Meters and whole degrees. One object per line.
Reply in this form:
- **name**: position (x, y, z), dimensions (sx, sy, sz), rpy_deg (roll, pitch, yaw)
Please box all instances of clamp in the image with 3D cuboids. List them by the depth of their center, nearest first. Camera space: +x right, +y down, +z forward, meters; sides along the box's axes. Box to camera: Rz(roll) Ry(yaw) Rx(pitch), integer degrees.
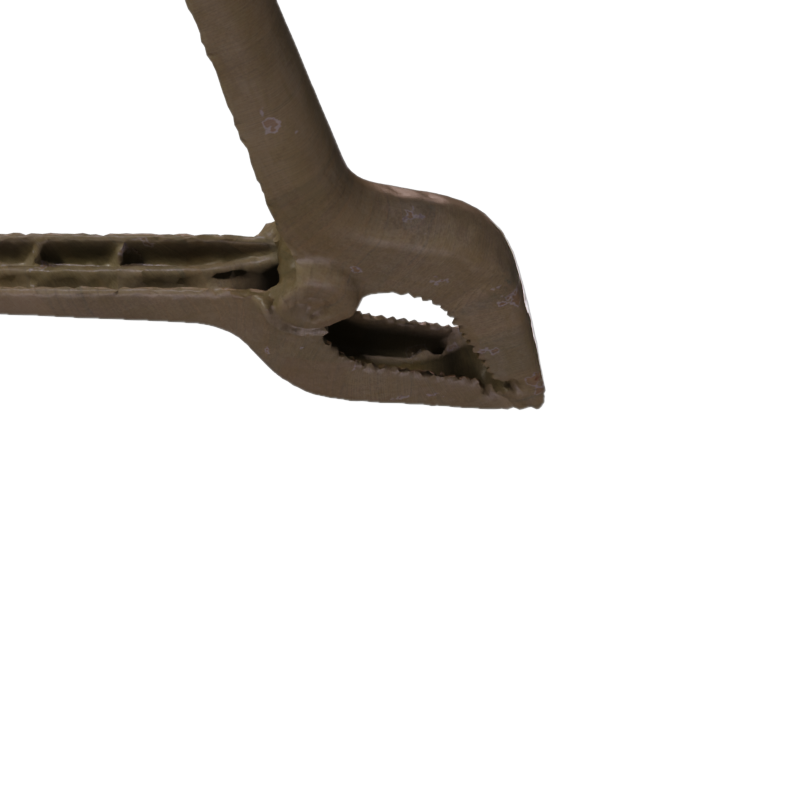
- **clamp**: position (-0.026, -0.048, 0.338), dimensions (0.200, 0.039, 0.161), rpy_deg (21, -41, -26)
